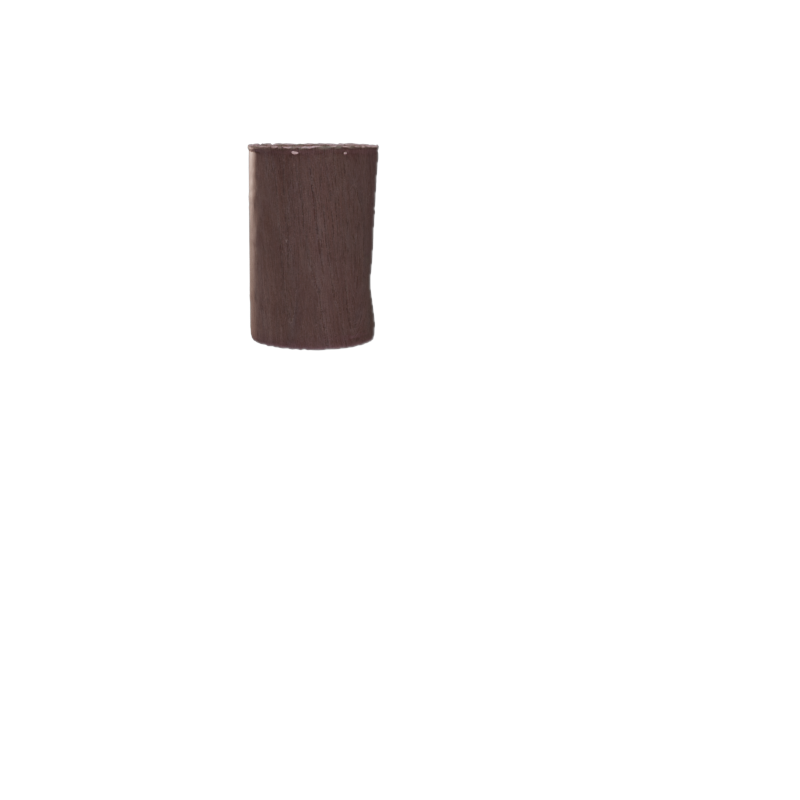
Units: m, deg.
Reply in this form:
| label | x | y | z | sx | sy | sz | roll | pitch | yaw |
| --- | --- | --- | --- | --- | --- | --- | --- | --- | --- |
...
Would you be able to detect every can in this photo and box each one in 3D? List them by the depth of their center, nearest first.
| label | x | y | z | sx | sy | sz | roll | pitch | yaw |
| --- | --- | --- | --- | --- | --- | --- | --- | --- | --- |
| can | -0.045 | -0.083 | 0.580 | 0.068 | 0.100 | 0.070 | 0 | 9 | -2 |
